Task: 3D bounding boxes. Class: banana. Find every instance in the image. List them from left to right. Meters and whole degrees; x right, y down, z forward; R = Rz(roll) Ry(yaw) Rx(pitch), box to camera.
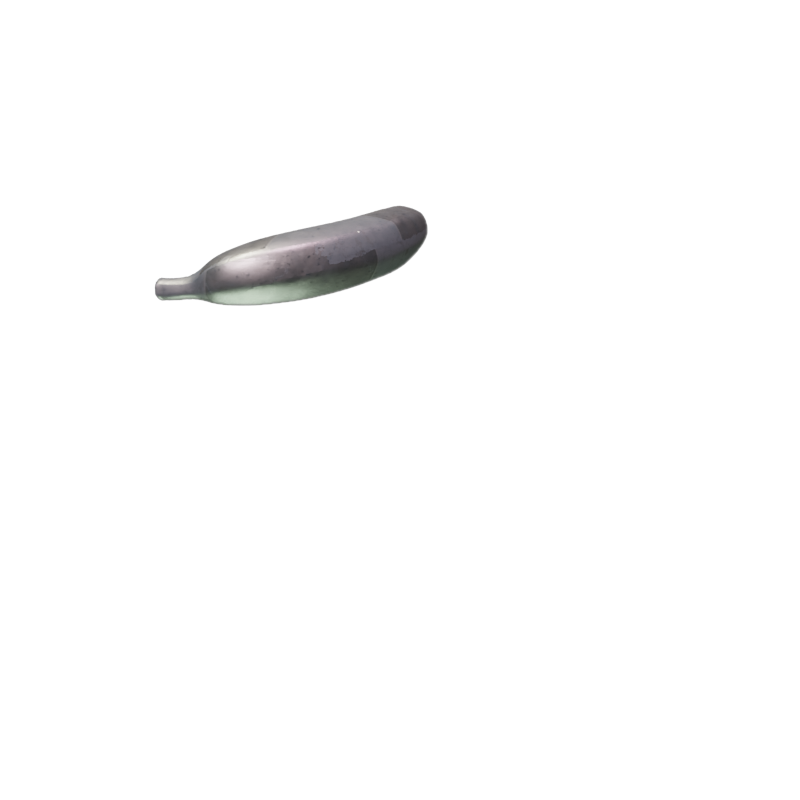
[{"bbox_3d":[-0.040,-0.086,0.632,0.194,0.035,0.074,-19,28,-40],"label":"banana"}]
